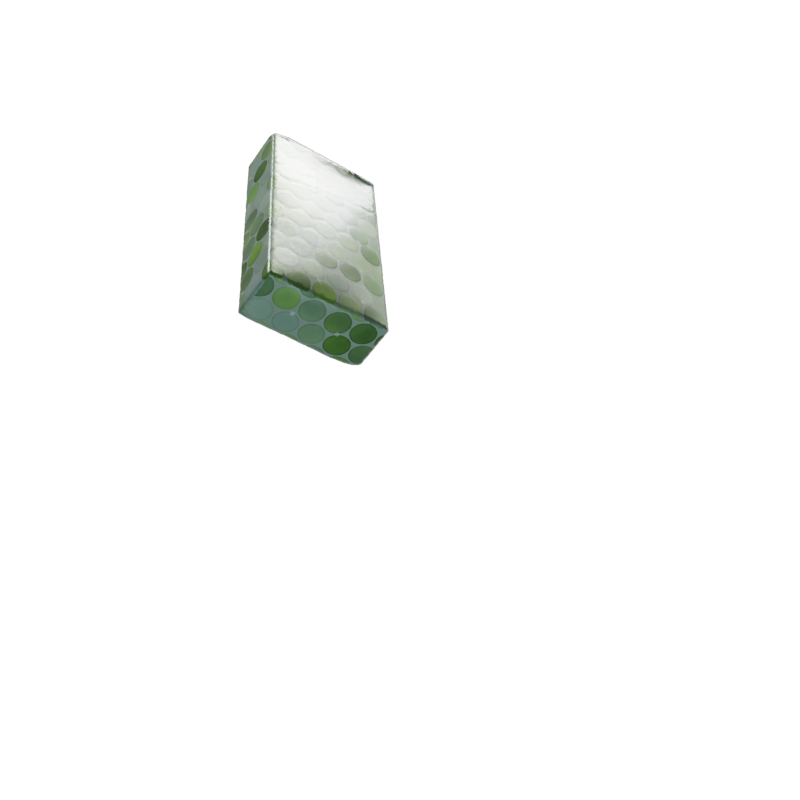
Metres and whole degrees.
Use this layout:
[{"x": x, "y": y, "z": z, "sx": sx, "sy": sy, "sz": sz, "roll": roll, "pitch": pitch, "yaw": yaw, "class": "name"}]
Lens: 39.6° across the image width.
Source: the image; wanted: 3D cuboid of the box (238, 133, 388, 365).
[{"x": -0.060, "y": -0.110, "z": 0.771, "sx": 0.089, "sy": 0.189, "sz": 0.047, "roll": 24, "pitch": -53, "yaw": -23, "class": "box"}]
